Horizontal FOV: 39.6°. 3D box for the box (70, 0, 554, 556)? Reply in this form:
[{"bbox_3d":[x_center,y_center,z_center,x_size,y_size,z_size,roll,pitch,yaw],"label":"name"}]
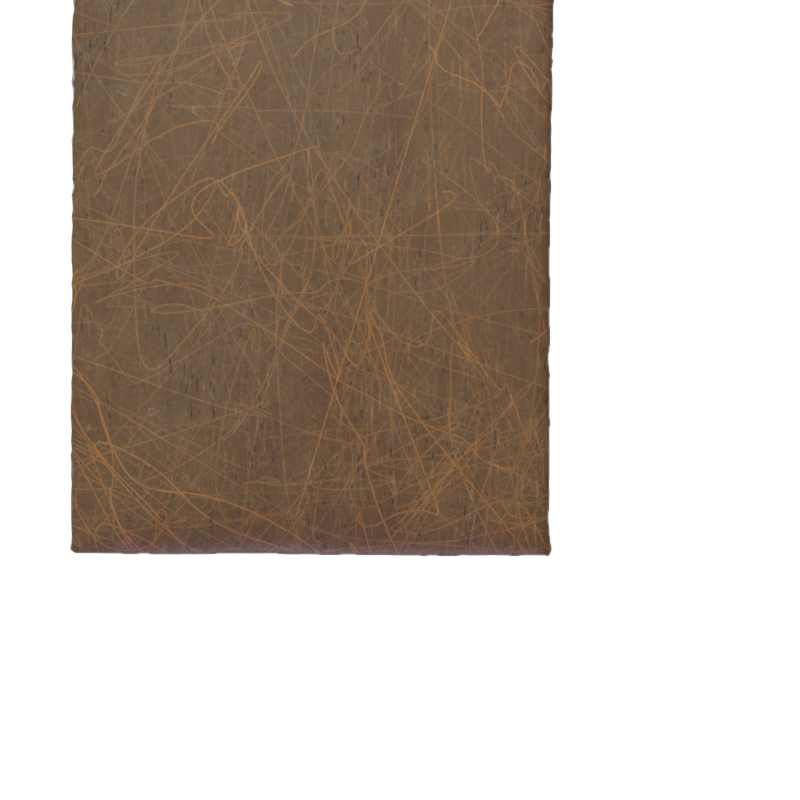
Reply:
[{"bbox_3d":[-0.031,-0.057,0.402,0.164,0.214,0.072,0,0,0],"label":"box"}]
